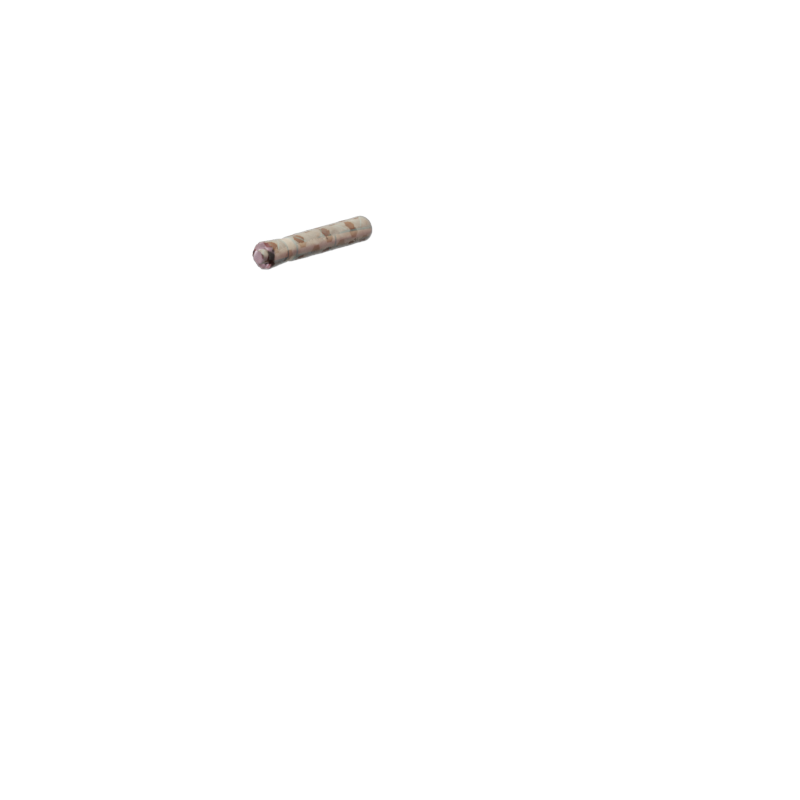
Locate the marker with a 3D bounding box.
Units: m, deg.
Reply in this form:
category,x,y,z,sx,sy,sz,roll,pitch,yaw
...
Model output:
category,x,y,z,sx,sy,sz,roll,pitch,yaw
marker,-0.059,-0.108,0.756,0.020,0.019,0.120,3,17,33
